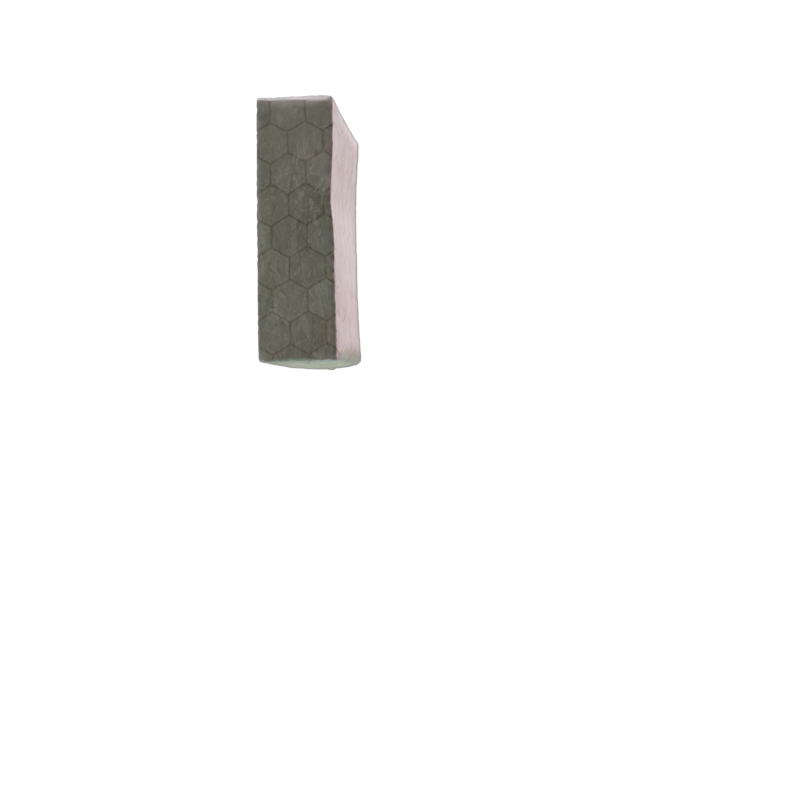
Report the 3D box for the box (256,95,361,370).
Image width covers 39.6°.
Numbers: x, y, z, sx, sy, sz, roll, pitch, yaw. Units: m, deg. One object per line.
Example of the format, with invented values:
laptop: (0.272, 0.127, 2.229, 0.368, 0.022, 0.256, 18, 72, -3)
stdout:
box: (-0.074, -0.135, 0.947, 0.072, 0.218, 0.160, -1, -6, 5)
